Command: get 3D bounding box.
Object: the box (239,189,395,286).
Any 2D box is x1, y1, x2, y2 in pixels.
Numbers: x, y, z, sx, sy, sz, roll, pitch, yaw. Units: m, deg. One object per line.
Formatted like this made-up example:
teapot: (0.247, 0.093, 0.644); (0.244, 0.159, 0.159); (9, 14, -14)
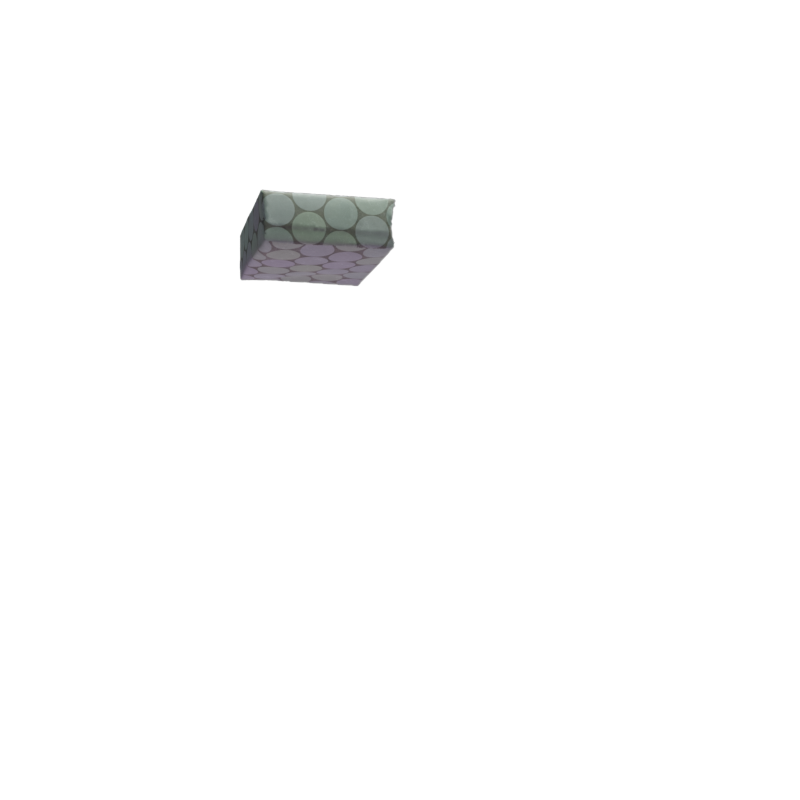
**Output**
box: (-0.060, -0.109, 0.760); (0.088, 0.040, 0.113); (2, -7, -13)
